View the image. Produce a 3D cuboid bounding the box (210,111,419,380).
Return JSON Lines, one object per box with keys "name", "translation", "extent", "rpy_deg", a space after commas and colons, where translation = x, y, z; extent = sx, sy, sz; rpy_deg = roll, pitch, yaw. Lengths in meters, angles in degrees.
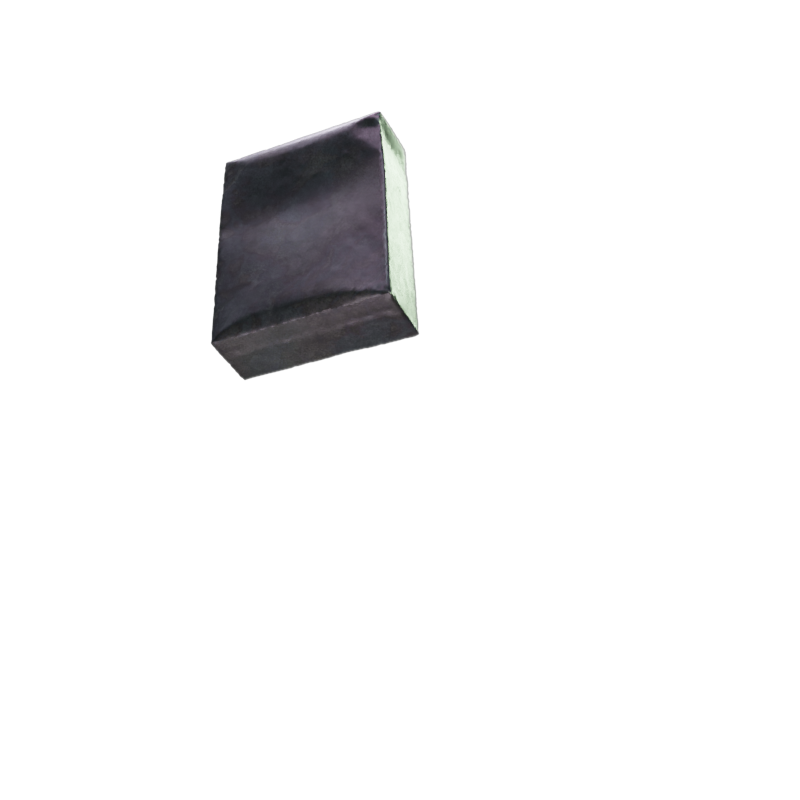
{"name": "box", "translation": [-0.076, -0.139, 0.976], "extent": [0.166, 0.229, 0.066], "rpy_deg": [-15, -38, 17]}
